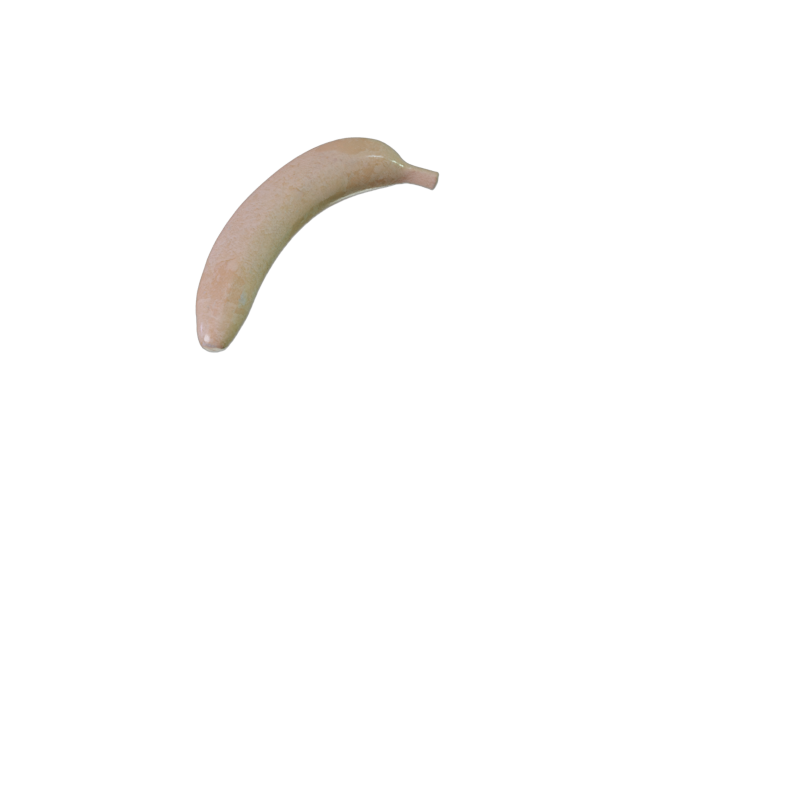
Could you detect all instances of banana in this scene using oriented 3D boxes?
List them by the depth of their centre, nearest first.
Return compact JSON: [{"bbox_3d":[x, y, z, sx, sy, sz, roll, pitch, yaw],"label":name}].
[{"bbox_3d":[-0.063,-0.109,0.675,0.074,0.200,0.034,37,-28,23],"label":"banana"}]
